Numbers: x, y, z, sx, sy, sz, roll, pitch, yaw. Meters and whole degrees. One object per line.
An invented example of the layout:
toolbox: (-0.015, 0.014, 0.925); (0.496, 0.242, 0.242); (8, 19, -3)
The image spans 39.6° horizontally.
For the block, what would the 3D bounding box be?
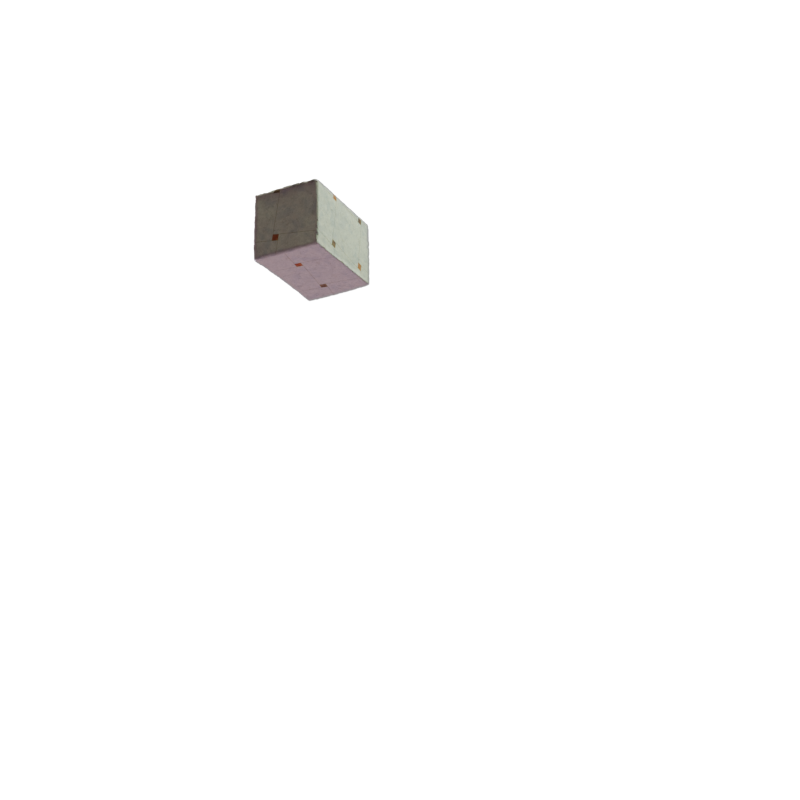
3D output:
block: (-0.061, -0.112, 0.784); (0.054, 0.054, 0.072); (-13, -26, 24)
